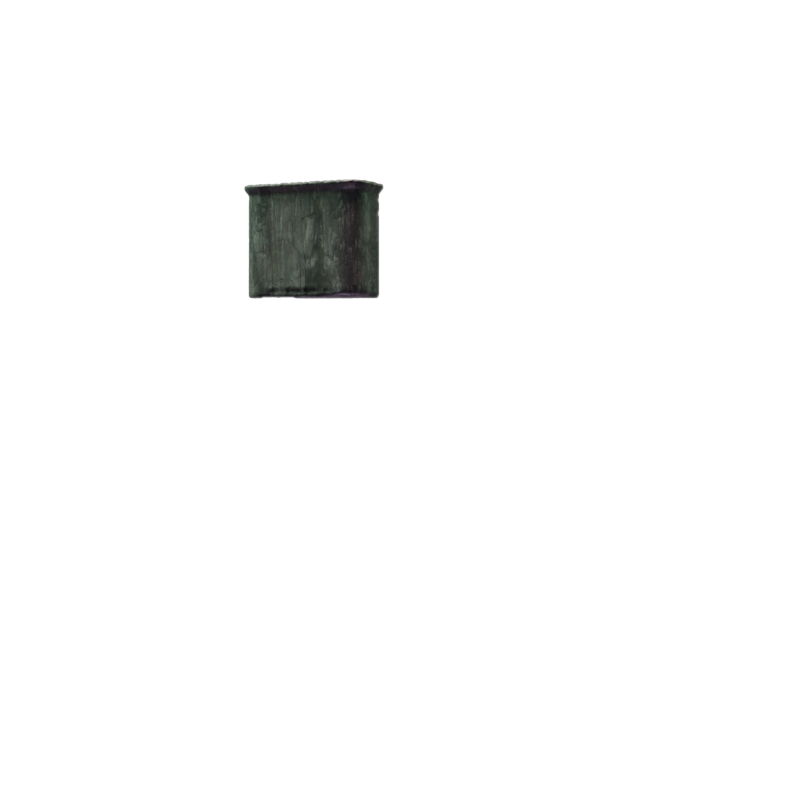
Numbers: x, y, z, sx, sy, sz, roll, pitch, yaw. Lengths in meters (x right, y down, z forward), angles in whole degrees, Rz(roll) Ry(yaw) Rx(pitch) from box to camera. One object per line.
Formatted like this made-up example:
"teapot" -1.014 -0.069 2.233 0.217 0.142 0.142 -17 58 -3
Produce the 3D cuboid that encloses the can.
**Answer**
"can" -0.064 -0.117 0.821 0.105 0.084 0.055 0 -1 25
